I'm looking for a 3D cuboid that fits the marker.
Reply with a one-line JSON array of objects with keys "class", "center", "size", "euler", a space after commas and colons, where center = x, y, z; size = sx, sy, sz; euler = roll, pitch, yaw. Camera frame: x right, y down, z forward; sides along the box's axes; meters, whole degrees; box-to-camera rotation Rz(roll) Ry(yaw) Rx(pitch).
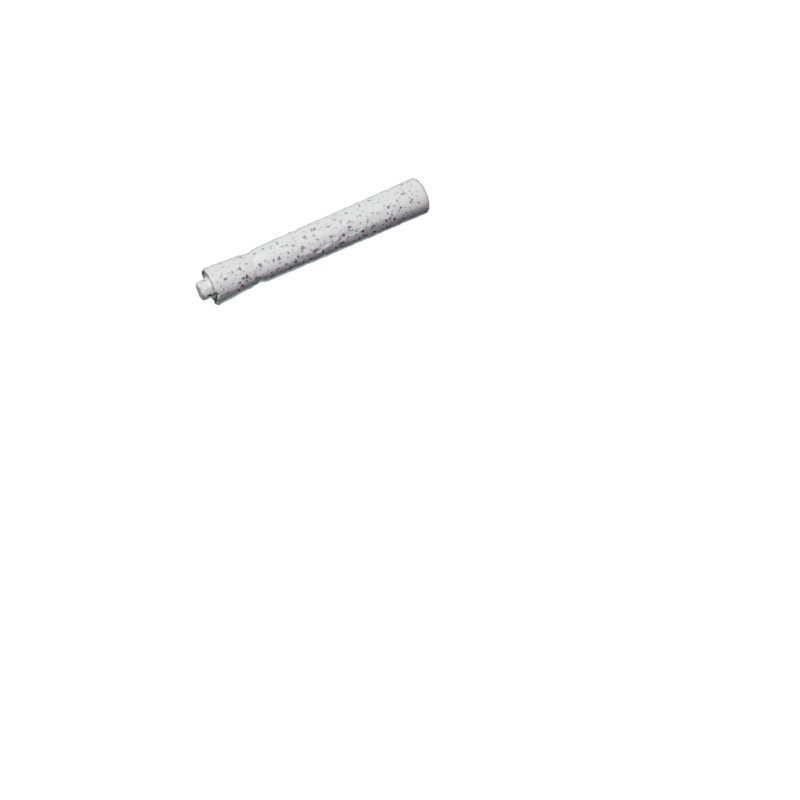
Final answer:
[{"class": "marker", "center": [-0.042, -0.076, 0.531], "size": [0.120, 0.019, 0.020], "euler": [-26, 13, -17]}]
